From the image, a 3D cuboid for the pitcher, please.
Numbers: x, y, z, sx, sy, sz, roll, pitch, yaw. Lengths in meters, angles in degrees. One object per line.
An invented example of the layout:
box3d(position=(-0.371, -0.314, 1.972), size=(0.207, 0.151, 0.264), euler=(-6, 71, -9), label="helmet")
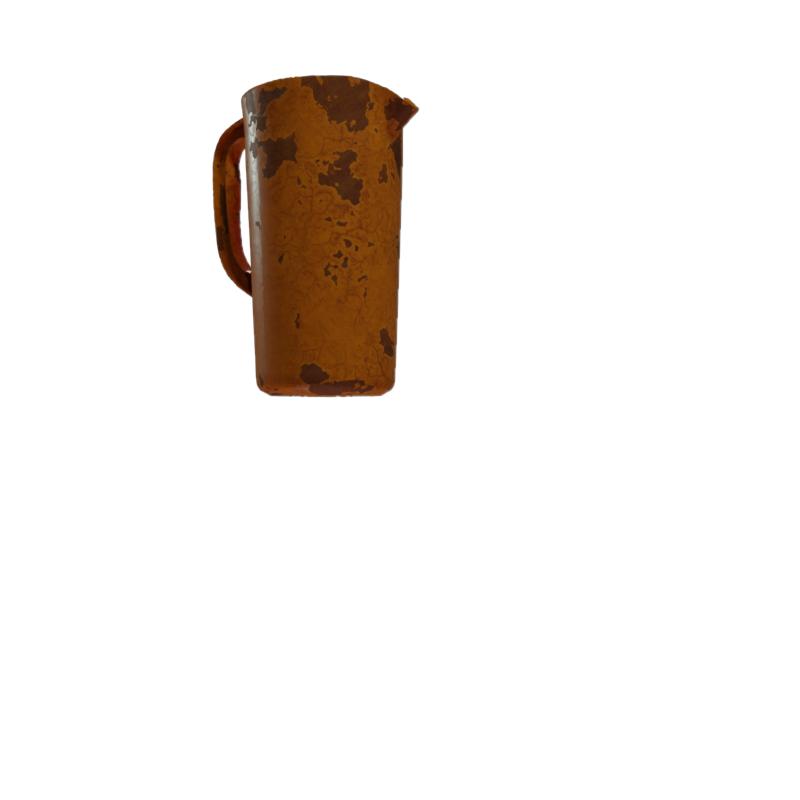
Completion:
box3d(position=(-0.069, -0.126, 0.879), size=(0.142, 0.248, 0.149), euler=(2, -7, -16), label="pitcher")
